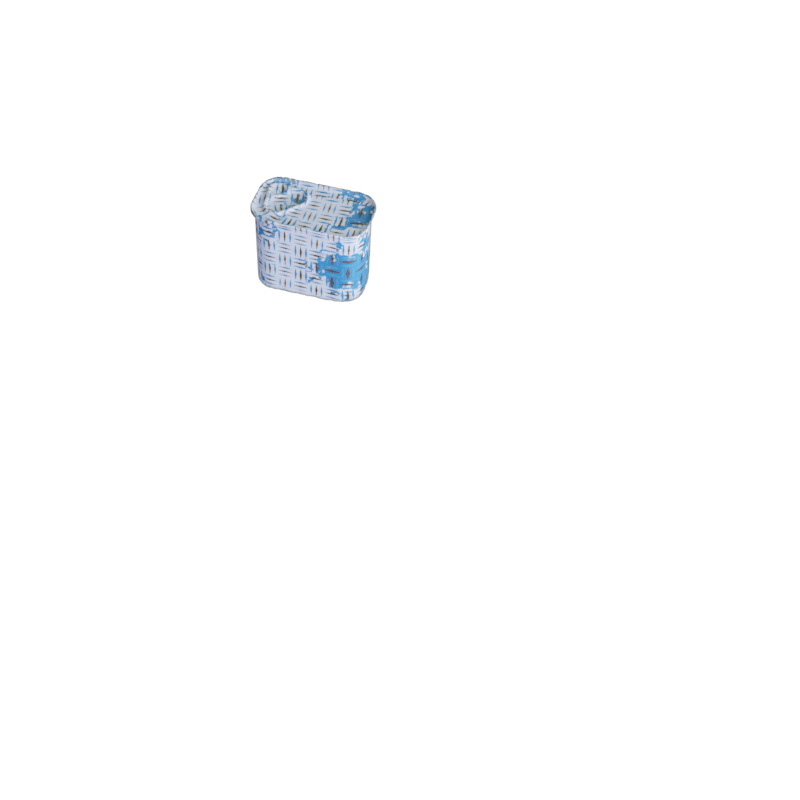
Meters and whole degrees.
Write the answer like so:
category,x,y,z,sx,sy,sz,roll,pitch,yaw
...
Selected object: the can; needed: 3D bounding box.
category,x,y,z,sx,sy,sz,roll,pitch,yaw
can,-0.074,-0.135,0.947,0.104,0.060,0.078,13,-41,10
